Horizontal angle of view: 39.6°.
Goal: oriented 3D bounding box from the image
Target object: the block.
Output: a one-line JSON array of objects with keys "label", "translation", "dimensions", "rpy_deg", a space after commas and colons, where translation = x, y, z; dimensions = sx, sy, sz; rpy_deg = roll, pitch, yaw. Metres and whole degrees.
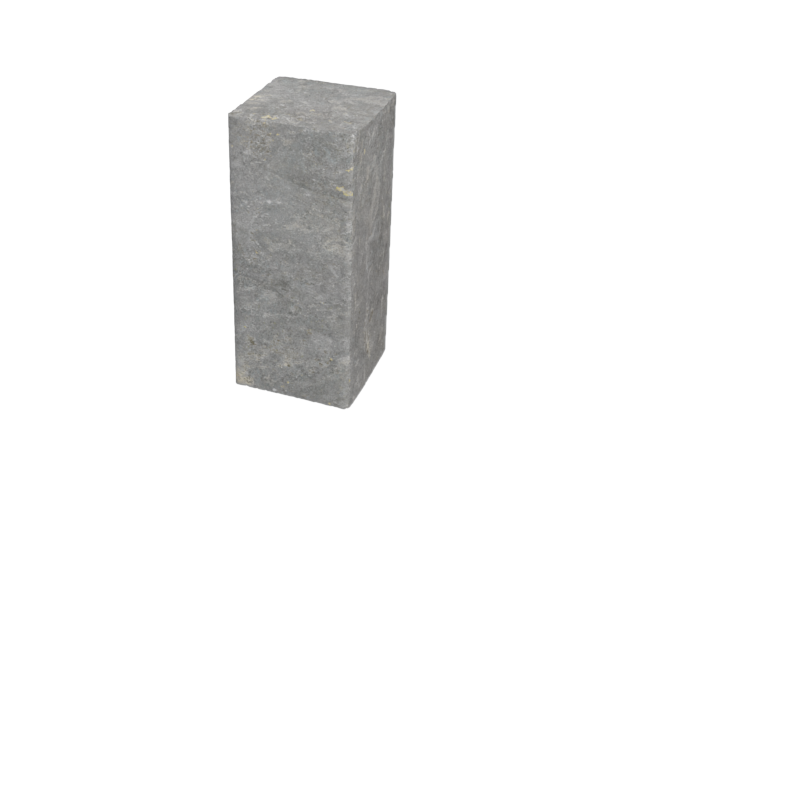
[{"label": "block", "translation": [-0.060, -0.111, 0.778], "dimensions": [0.093, 0.194, 0.093], "rpy_deg": [11, 30, 16]}]
